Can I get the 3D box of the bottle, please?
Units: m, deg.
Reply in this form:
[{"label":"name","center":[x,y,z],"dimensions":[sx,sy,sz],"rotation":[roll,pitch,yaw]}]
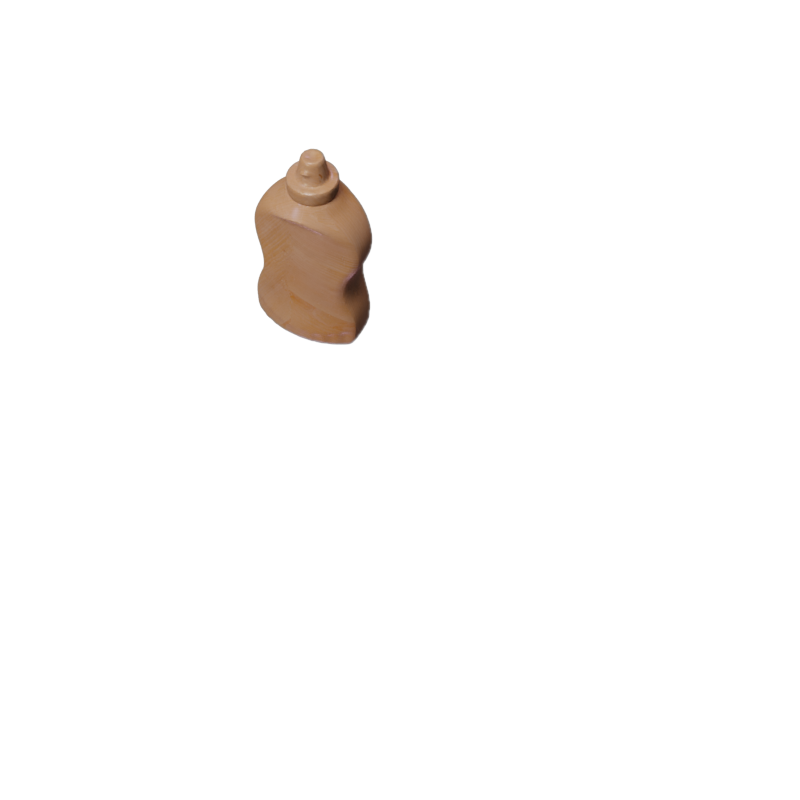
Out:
[{"label":"bottle","center":[-0.070,-0.127,0.892],"dimensions":[0.100,0.060,0.179],"rotation":[25,-35,16]}]
